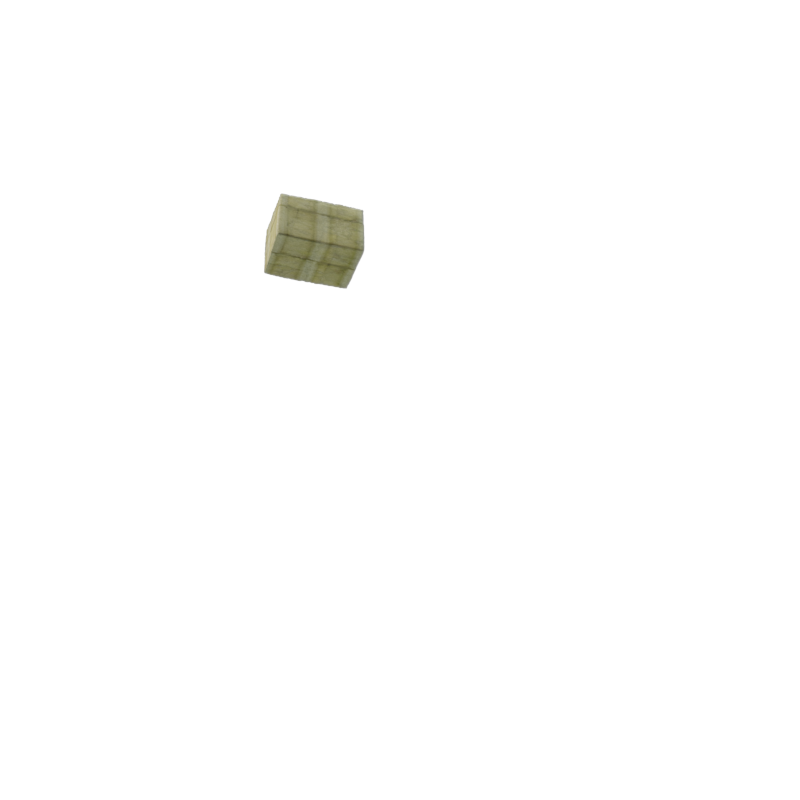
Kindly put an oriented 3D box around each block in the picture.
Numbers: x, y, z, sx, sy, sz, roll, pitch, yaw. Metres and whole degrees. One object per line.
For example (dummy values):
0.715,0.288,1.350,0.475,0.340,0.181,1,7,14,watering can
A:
-0.075,-0.137,0.962,0.076,0.055,0.050,10,-41,-14,block
